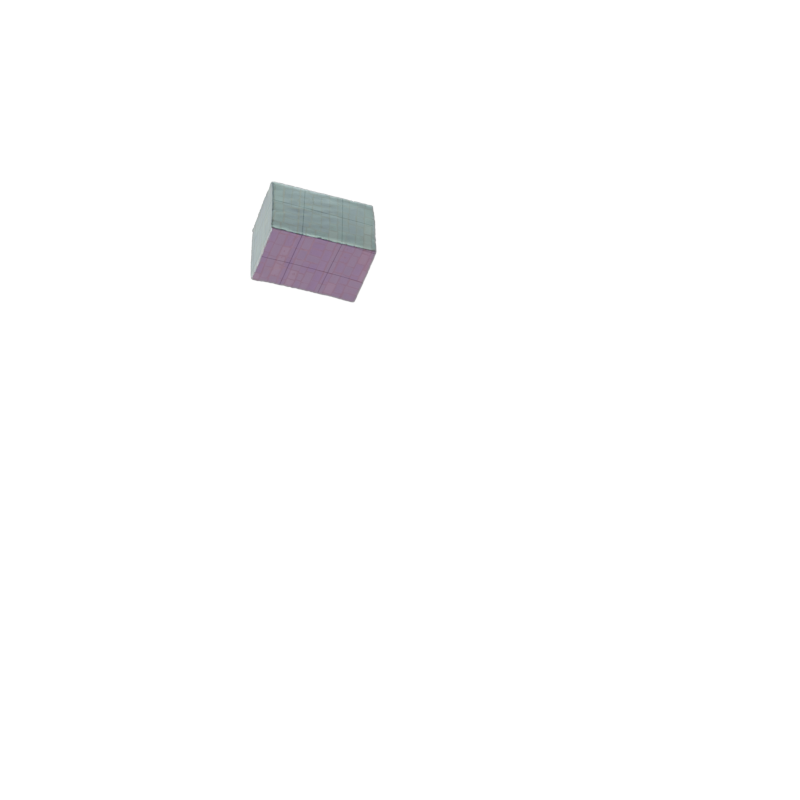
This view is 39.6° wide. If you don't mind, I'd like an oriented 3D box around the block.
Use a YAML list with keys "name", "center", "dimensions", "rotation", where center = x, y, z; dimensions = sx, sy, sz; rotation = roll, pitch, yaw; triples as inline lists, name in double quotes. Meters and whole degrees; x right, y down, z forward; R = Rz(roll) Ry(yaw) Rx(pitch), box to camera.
- name: "block"
  center: [-0.061, -0.111, 0.779]
  dimensions: [0.076, 0.055, 0.050]
  rotation: [13, -46, -14]
